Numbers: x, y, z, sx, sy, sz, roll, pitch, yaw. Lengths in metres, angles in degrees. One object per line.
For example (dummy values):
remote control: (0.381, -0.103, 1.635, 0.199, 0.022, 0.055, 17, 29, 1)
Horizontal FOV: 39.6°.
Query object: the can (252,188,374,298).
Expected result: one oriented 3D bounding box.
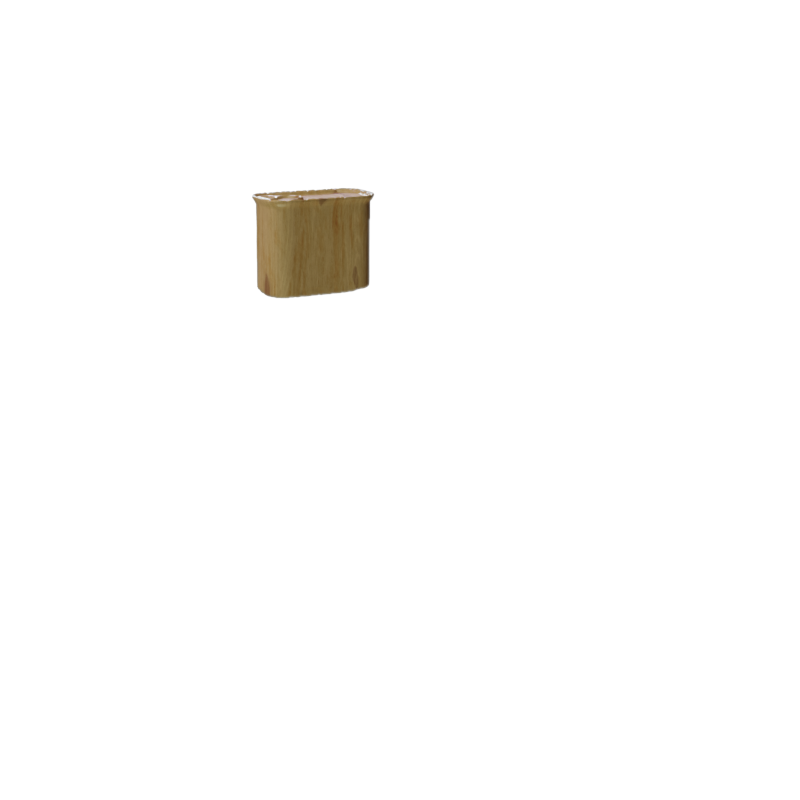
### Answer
can: (-0.075, -0.136, 0.955, 0.099, 0.082, 0.061, -6, 14, -25)
